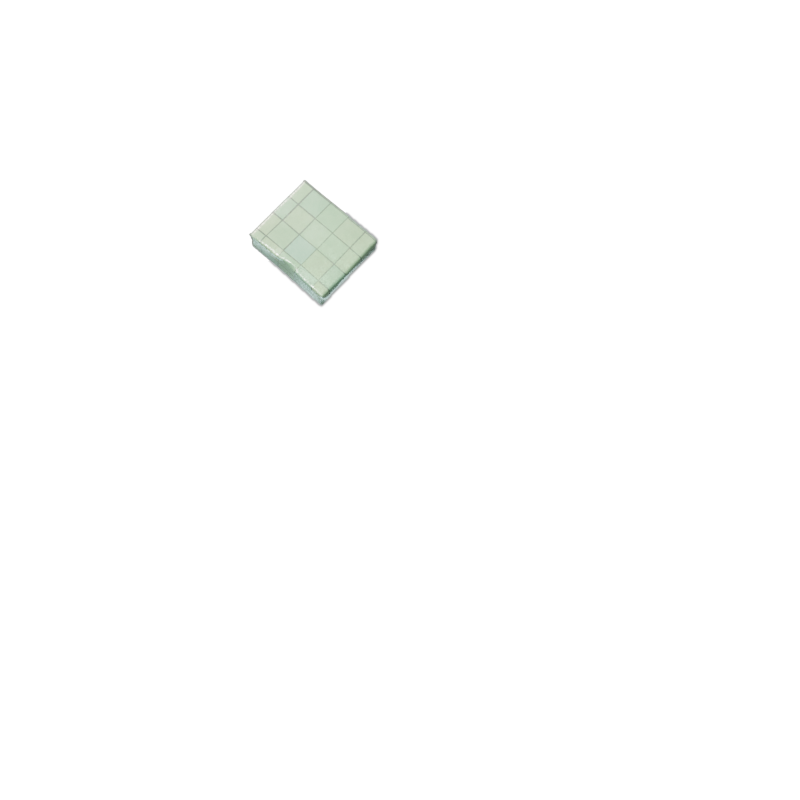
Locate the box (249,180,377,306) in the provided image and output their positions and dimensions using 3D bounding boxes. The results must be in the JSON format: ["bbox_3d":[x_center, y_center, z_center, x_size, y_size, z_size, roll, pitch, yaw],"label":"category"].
[{"bbox_3d":[-0.077,-0.140,0.980,0.092,0.074,0.029,41,-15,13],"label":"box"}]
